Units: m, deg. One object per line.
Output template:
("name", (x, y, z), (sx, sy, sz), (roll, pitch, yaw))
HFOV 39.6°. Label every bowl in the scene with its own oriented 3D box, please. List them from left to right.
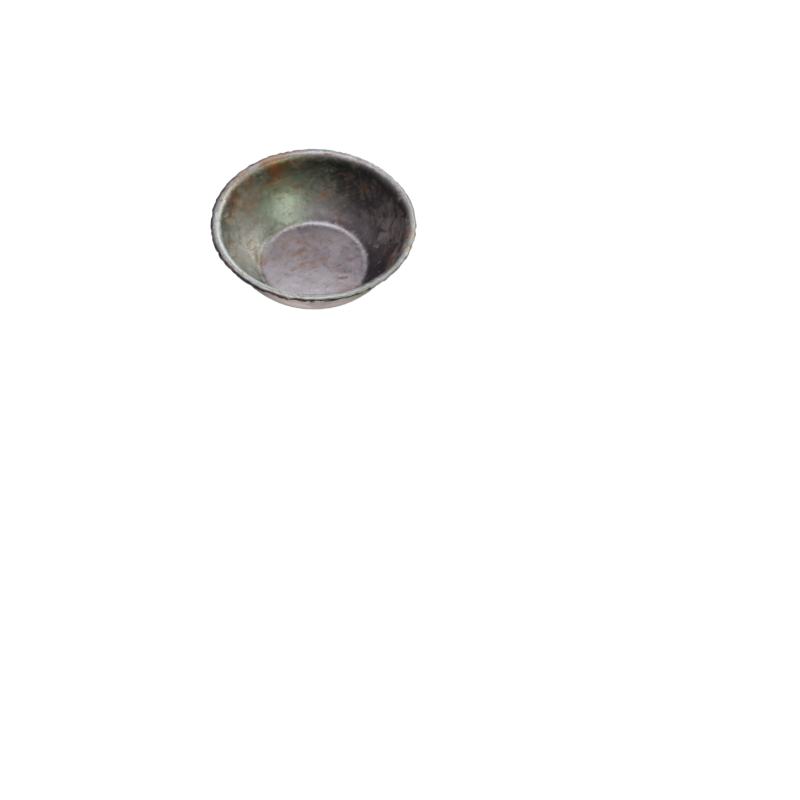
("bowl", (-0.070, -0.127, 0.890), (0.162, 0.174, 0.051), (-1, -38, -1))
